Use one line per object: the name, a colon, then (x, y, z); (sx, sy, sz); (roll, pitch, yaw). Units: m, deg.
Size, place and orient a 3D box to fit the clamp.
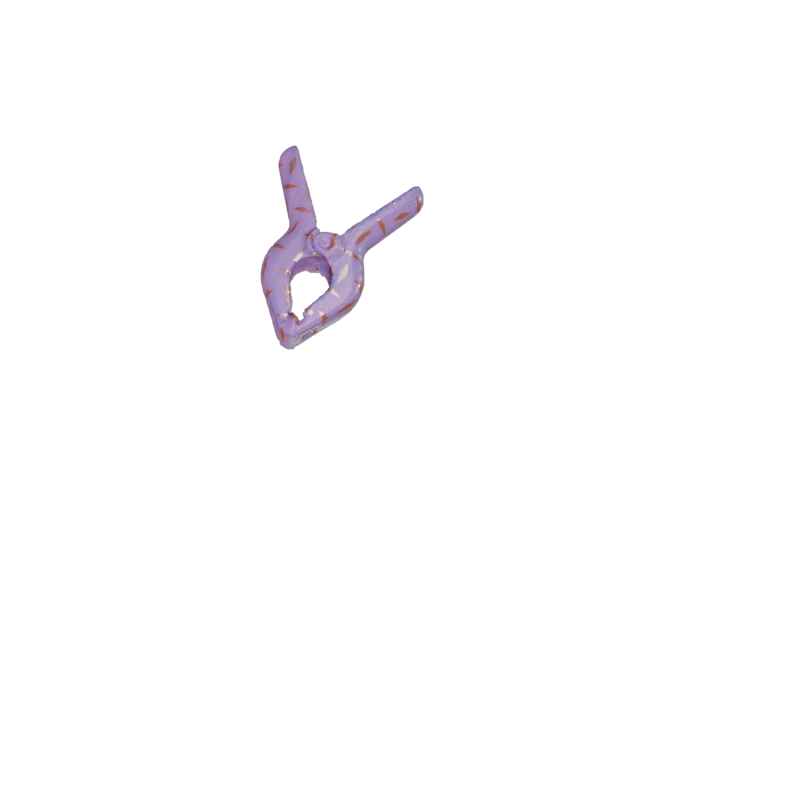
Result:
clamp: (-0.067, -0.123, 0.861); (0.124, 0.178, 0.037); (22, -30, 13)
